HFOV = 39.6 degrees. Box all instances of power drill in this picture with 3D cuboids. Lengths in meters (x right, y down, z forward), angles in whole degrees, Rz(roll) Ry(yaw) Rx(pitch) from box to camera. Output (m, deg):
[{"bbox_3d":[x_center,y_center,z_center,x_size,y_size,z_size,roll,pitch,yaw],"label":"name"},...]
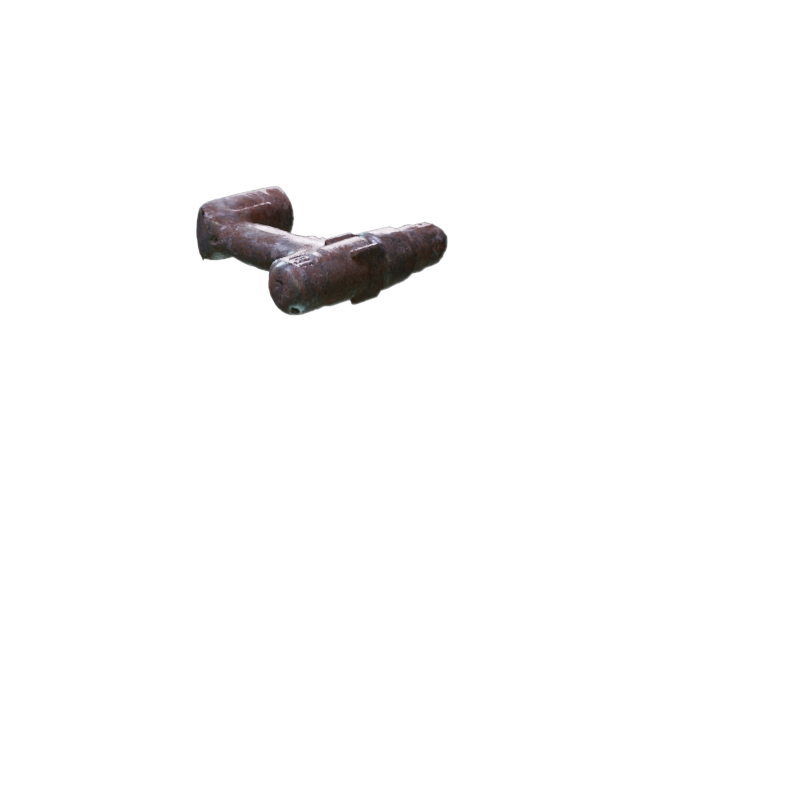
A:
[{"bbox_3d":[-0.077,-0.140,0.983,0.182,0.055,0.200,-21,32,-37],"label":"power drill"}]
